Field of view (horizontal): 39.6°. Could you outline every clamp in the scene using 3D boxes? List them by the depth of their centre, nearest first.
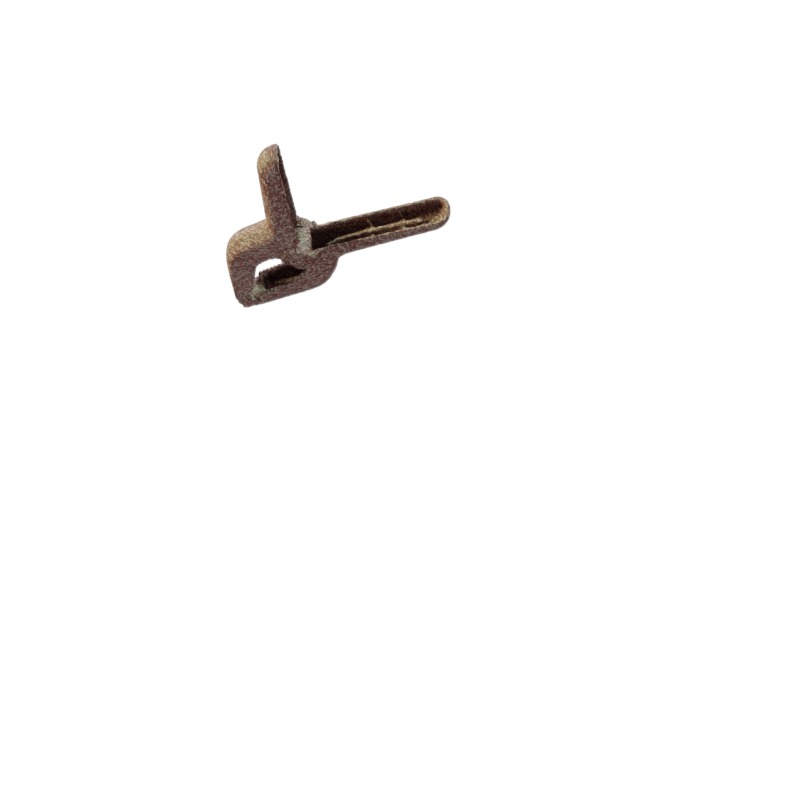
[{"bbox_3d":[-0.070,-0.128,0.900,0.159,0.039,0.205,12,-27,-23],"label":"clamp"}]
